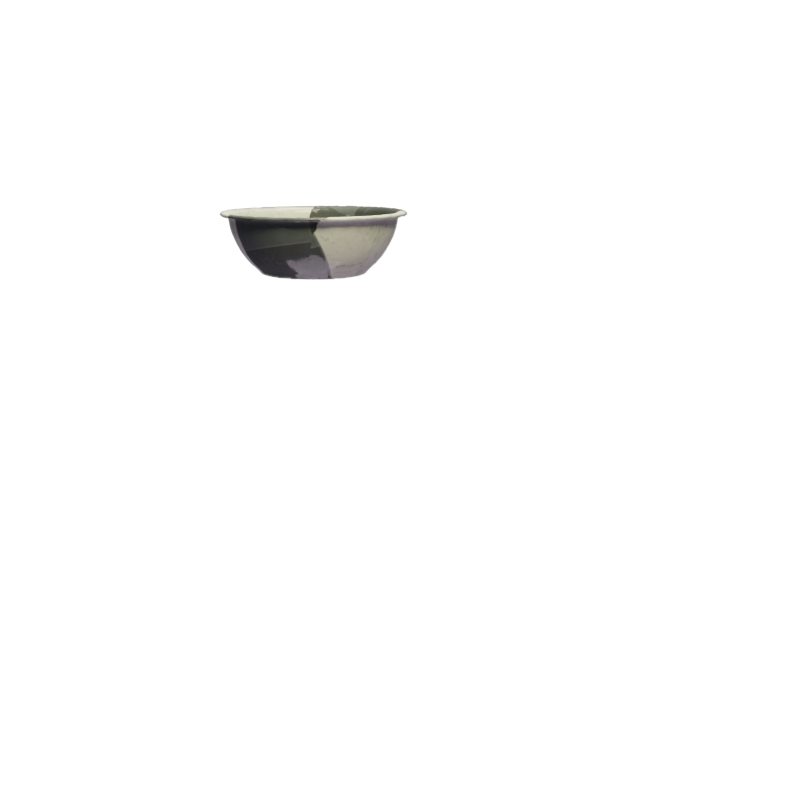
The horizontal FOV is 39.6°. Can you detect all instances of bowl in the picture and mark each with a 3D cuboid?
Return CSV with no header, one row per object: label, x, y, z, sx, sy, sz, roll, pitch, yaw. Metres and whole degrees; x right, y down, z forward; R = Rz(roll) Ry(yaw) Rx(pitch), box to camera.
bowl,-0.075,-0.137,0.962,0.162,0.054,0.166,0,13,-2
